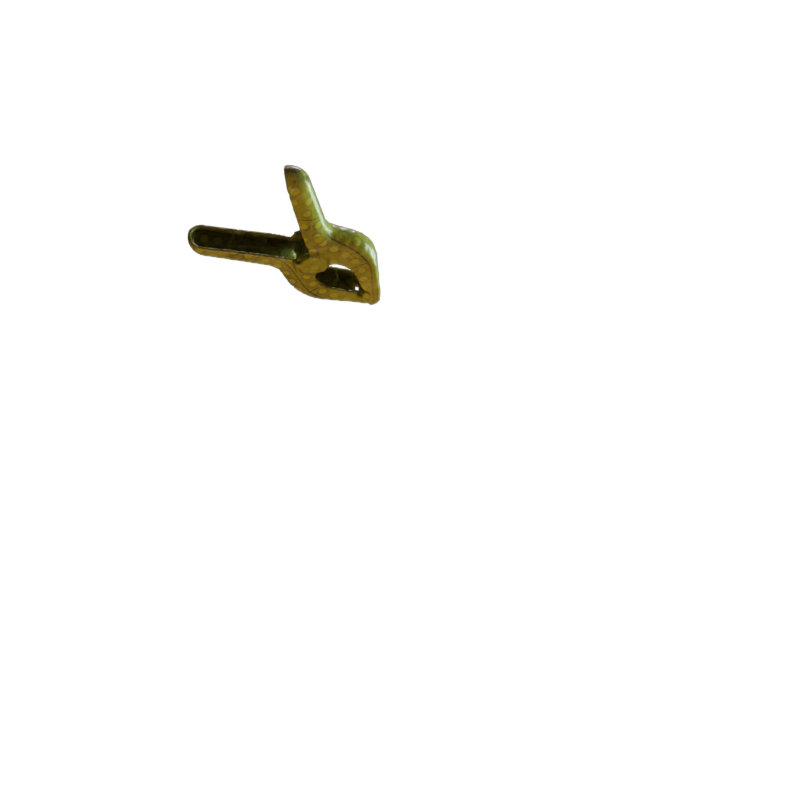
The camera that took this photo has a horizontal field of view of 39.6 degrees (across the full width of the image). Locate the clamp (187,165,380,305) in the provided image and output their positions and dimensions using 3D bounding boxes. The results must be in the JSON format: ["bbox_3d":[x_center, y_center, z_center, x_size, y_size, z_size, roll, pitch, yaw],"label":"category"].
[{"bbox_3d":[-0.069,-0.126,0.885,0.162,0.042,0.120,19,-32,-35],"label":"clamp"}]
